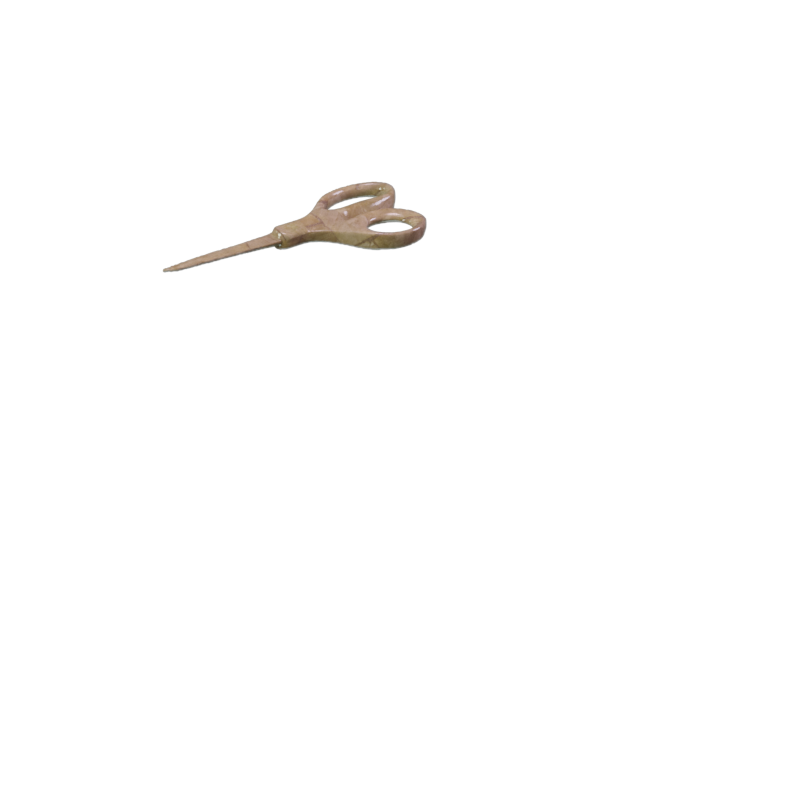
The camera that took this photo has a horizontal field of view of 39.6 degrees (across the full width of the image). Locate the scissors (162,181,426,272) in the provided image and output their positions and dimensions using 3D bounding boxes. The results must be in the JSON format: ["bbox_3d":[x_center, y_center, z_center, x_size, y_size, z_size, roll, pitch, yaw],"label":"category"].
[{"bbox_3d":[-0.062,-0.113,0.791,0.102,0.015,0.202,25,42,32],"label":"scissors"}]
